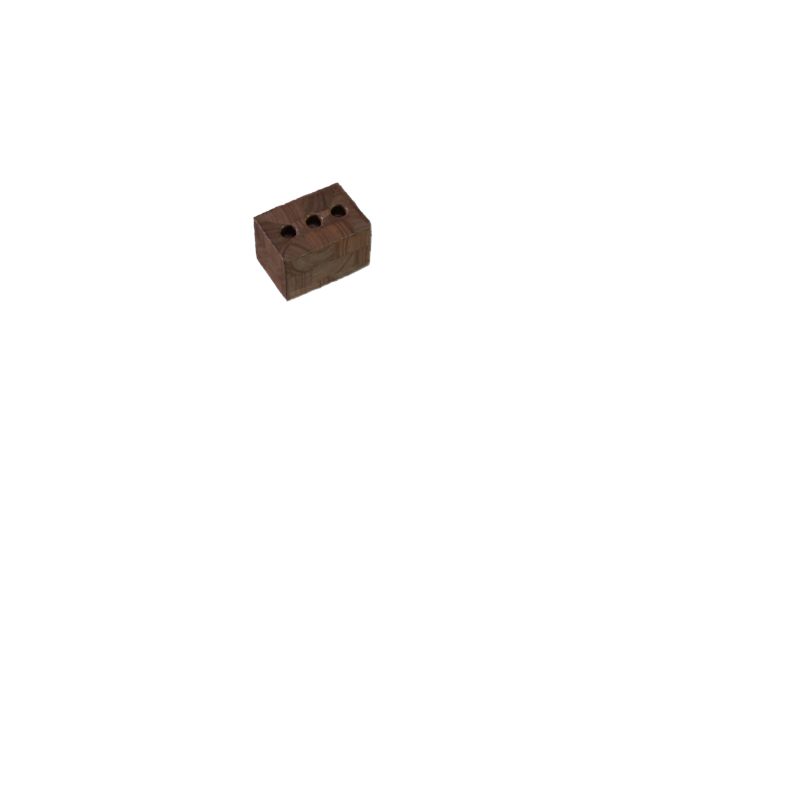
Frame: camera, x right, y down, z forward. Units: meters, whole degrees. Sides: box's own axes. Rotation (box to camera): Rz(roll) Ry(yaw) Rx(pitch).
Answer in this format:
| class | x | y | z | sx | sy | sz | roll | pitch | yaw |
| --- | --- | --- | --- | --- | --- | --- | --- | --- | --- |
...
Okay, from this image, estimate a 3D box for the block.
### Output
| class | x | y | z | sx | sy | sz | roll | pitch | yaw |
| --- | --- | --- | --- | --- | --- | --- | --- | --- | --- |
| block | -0.067 | -0.122 | 0.858 | 0.078 | 0.057 | 0.048 | -26 | -32 | -19 |
